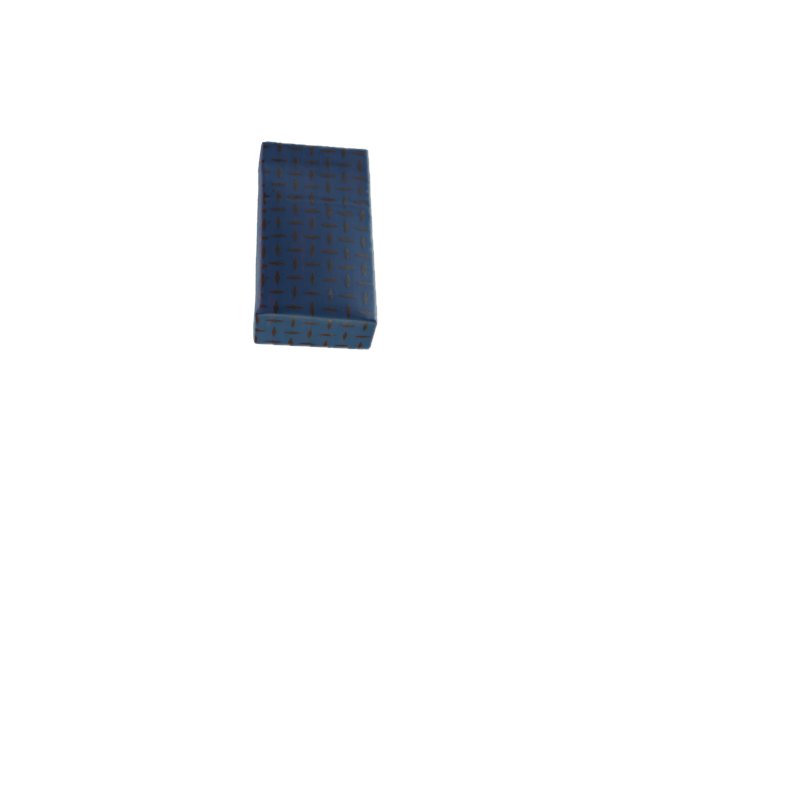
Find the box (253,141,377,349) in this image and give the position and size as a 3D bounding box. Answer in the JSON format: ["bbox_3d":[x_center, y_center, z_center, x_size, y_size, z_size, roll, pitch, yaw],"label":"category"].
[{"bbox_3d":[-0.069,-0.126,0.887,0.092,0.189,0.045,3,-37,-7],"label":"box"}]
